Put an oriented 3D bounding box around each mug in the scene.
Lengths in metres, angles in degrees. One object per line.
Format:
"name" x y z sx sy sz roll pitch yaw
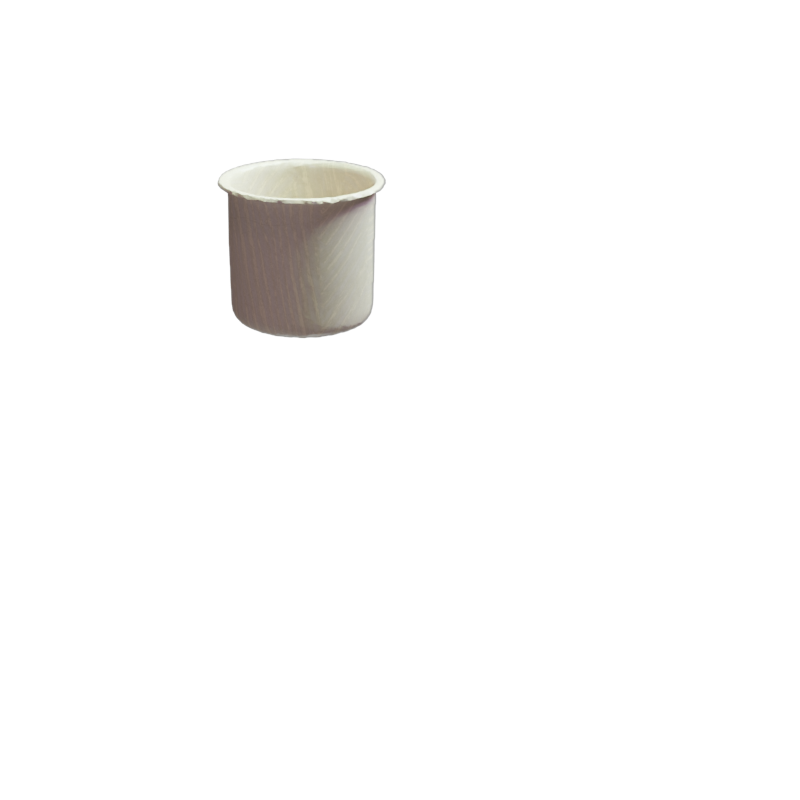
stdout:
"mug" -0.050 -0.091 0.636 0.097 0.078 0.117 12 26 26
